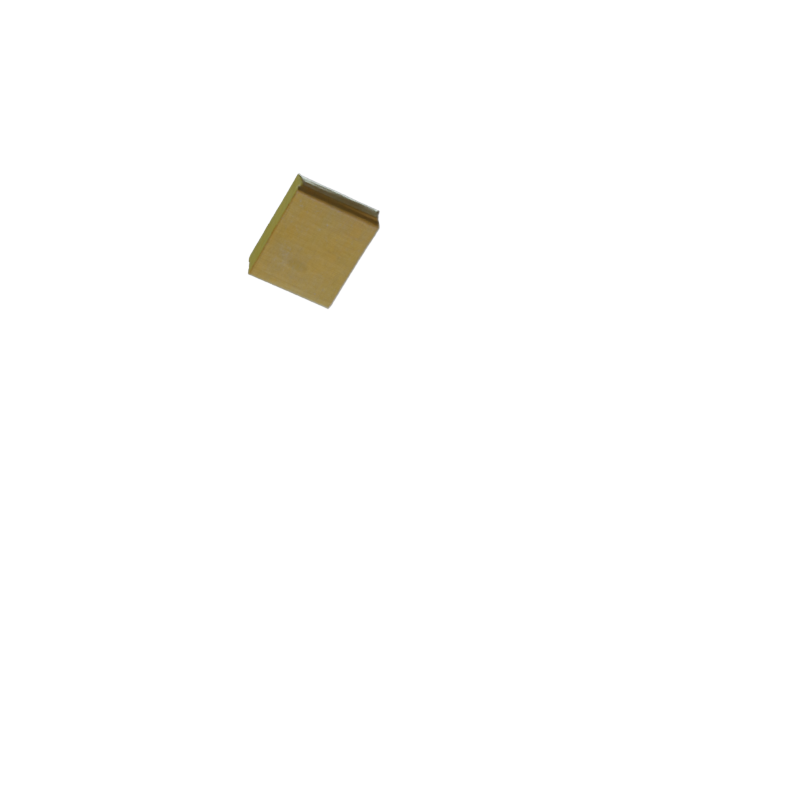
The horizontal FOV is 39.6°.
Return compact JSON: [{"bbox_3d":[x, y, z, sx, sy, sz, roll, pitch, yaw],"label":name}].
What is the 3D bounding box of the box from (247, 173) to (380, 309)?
[{"bbox_3d":[-0.068,-0.124,0.867,0.071,0.086,0.032,24,30,-16],"label":"box"}]
